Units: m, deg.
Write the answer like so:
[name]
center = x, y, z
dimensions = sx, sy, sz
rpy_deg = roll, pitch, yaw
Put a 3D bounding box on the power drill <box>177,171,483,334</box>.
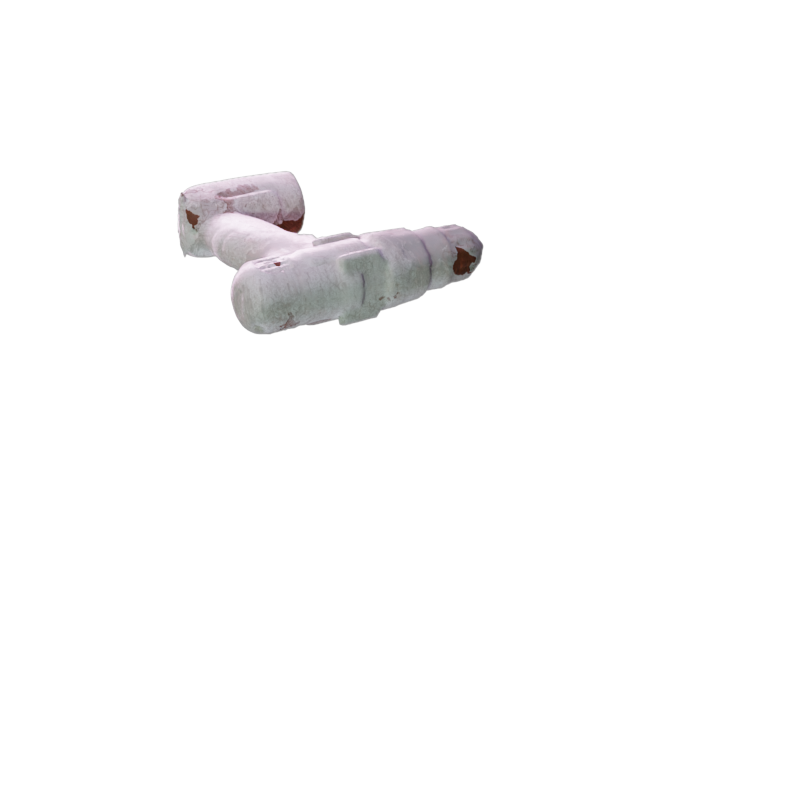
[power drill]
center = -0.061, -0.112, 0.784
dimensions = 0.181, 0.055, 0.201
rpy_deg = -15, 29, -29
